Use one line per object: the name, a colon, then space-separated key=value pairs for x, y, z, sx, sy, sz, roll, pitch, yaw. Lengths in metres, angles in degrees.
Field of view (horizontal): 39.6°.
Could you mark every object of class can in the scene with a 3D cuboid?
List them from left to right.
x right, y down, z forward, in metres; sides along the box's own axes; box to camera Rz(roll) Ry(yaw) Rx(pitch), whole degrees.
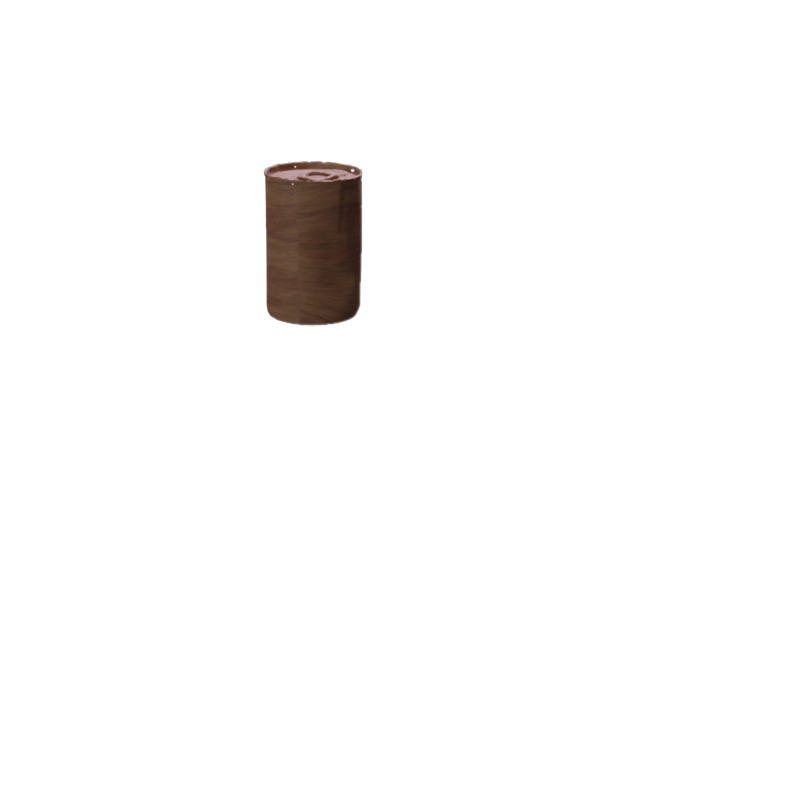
can: x=-0.061 y=-0.110 z=0.774 sx=0.068 sy=0.098 sz=0.071 roll=0 pitch=18 yaw=-2
